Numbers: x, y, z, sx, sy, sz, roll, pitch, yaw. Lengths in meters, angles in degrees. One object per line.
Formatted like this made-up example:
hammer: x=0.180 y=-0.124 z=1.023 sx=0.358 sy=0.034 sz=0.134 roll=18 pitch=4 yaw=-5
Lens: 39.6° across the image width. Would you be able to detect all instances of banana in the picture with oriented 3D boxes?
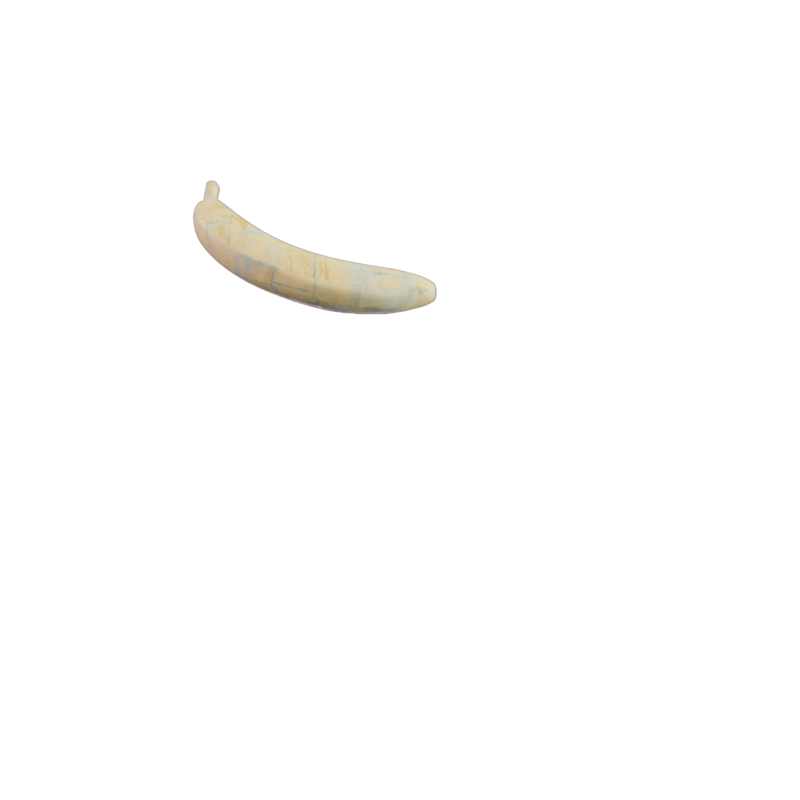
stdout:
banana: x=-0.074 y=-0.100 z=0.774 sx=0.206 sy=0.071 sz=0.034 roll=28 pitch=-31 yaw=19
